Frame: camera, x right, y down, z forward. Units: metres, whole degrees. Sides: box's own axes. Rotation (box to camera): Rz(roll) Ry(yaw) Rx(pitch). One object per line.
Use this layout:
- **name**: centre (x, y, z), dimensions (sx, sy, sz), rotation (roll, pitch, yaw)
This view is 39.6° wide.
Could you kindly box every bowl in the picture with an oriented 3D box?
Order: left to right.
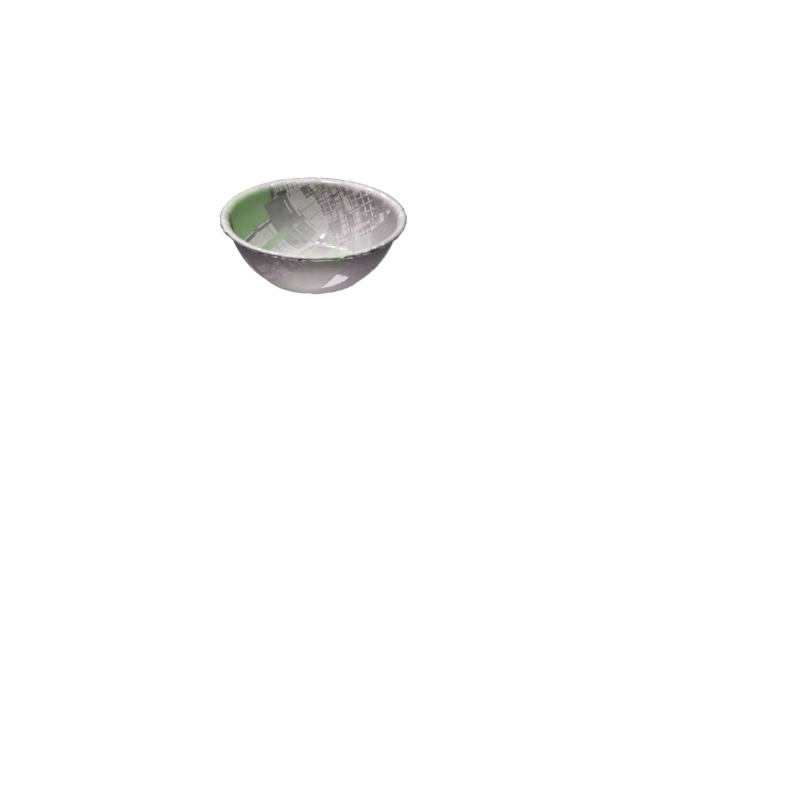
- **bowl**: centre (-0.076, -0.138, 0.968), dimensions (0.162, 0.052, 0.173), rotation (-1, 33, -2)
